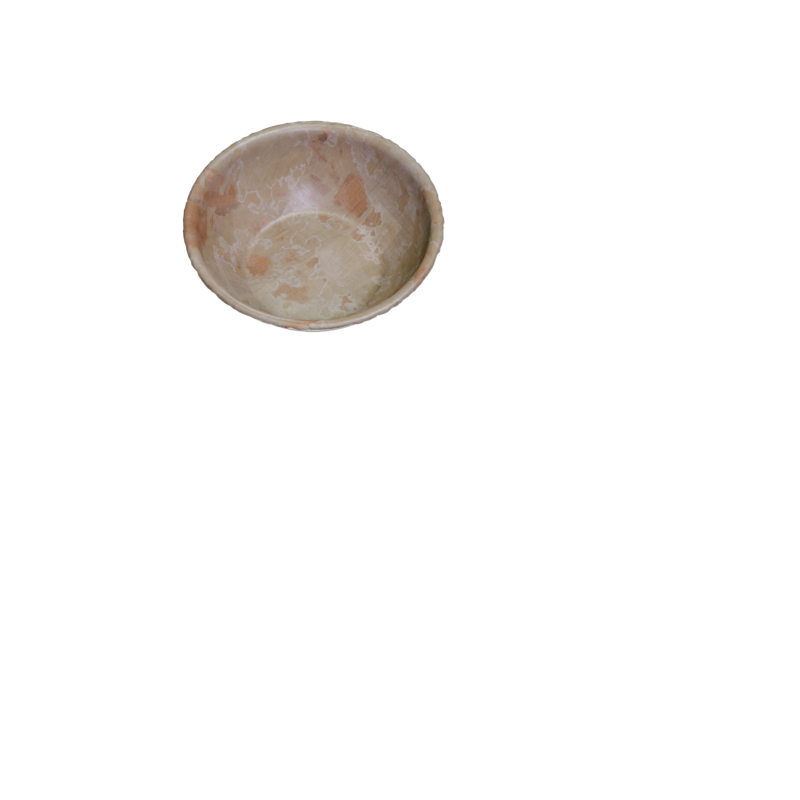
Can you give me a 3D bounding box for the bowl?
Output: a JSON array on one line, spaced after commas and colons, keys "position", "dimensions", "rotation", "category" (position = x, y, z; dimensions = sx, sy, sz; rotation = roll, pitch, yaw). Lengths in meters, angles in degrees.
[{"position": [-0.055, -0.101, 0.705], "dimensions": [0.162, 0.173, 0.051], "rotation": [-1, -33, -1], "category": "bowl"}]
